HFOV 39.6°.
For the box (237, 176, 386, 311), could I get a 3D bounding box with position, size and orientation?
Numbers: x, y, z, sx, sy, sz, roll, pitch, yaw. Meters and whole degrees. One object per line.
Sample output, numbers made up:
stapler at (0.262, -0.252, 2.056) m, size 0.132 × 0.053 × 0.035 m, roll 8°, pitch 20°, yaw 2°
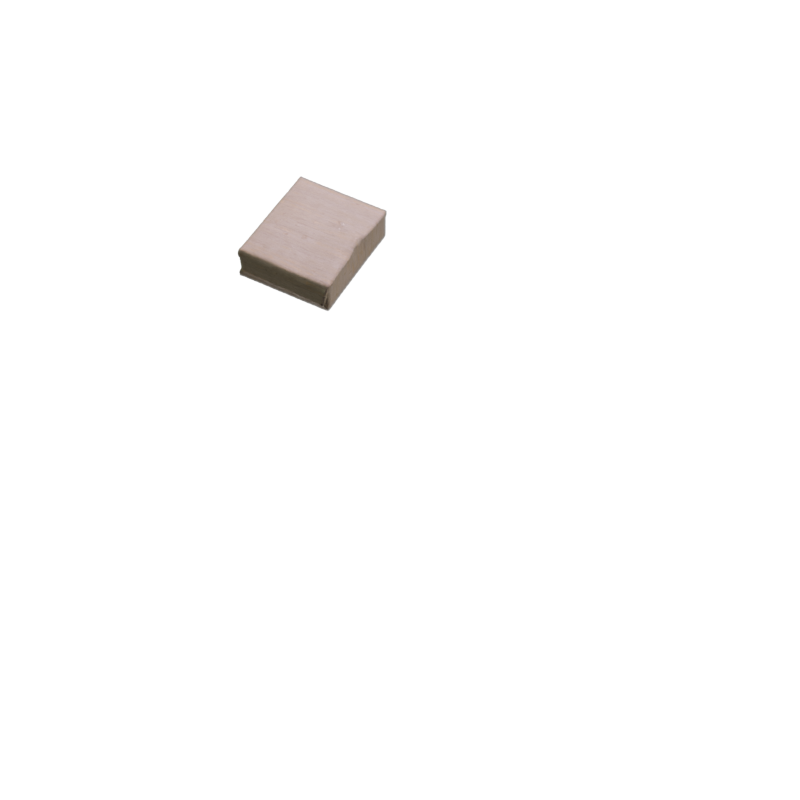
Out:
box at (-0.062, -0.112, 0.788) m, size 0.076 × 0.092 × 0.028 m, roll 23°, pitch -37°, yaw 18°
